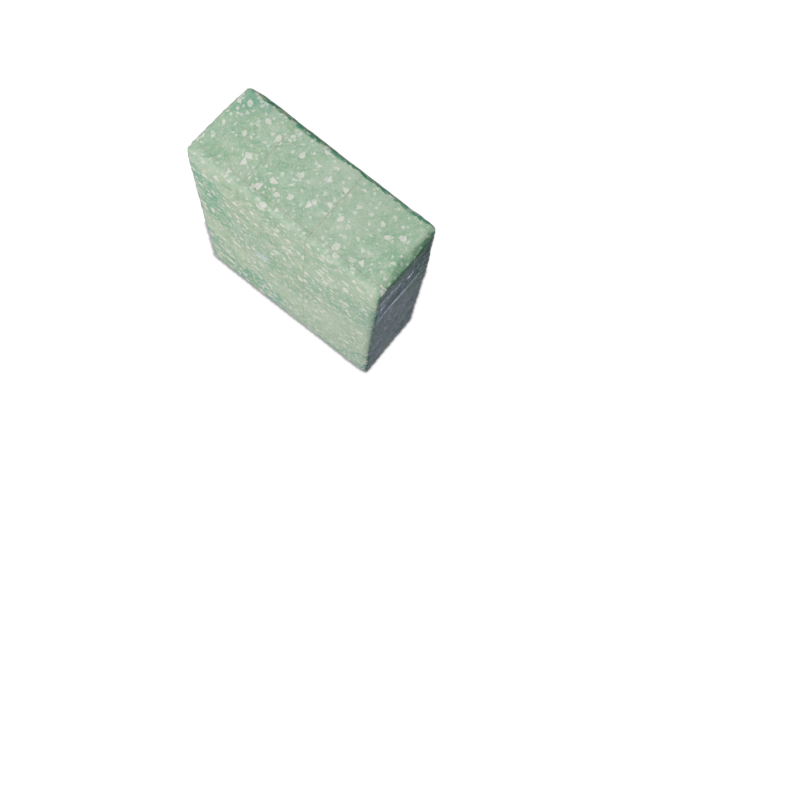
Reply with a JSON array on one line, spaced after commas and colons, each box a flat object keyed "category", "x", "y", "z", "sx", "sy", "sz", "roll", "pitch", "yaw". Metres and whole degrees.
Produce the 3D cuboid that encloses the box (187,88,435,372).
[{"category": "box", "x": -0.064, "y": -0.116, "z": 0.814, "sx": 0.169, "sy": 0.073, "sz": 0.206, "roll": 39, "pitch": -13, "yaw": 8}]
